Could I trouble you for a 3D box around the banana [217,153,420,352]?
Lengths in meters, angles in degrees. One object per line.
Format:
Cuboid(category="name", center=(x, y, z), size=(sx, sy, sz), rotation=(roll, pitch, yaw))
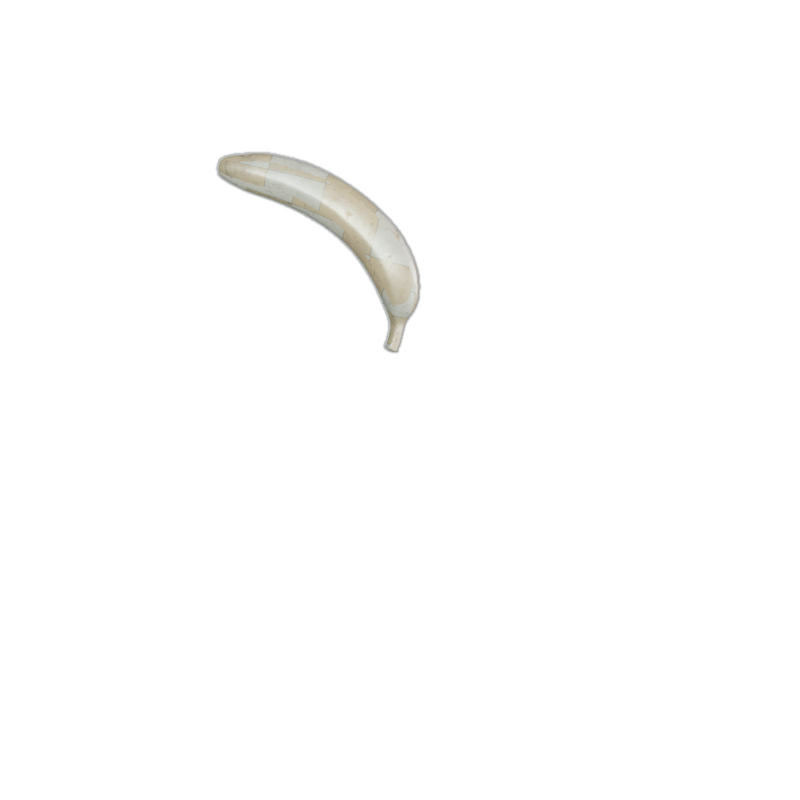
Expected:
Cuboid(category="banana", center=(-0.049, -0.129, 0.832), size=(0.070, 0.201, 0.036), rotation=(-43, -7, -6))
